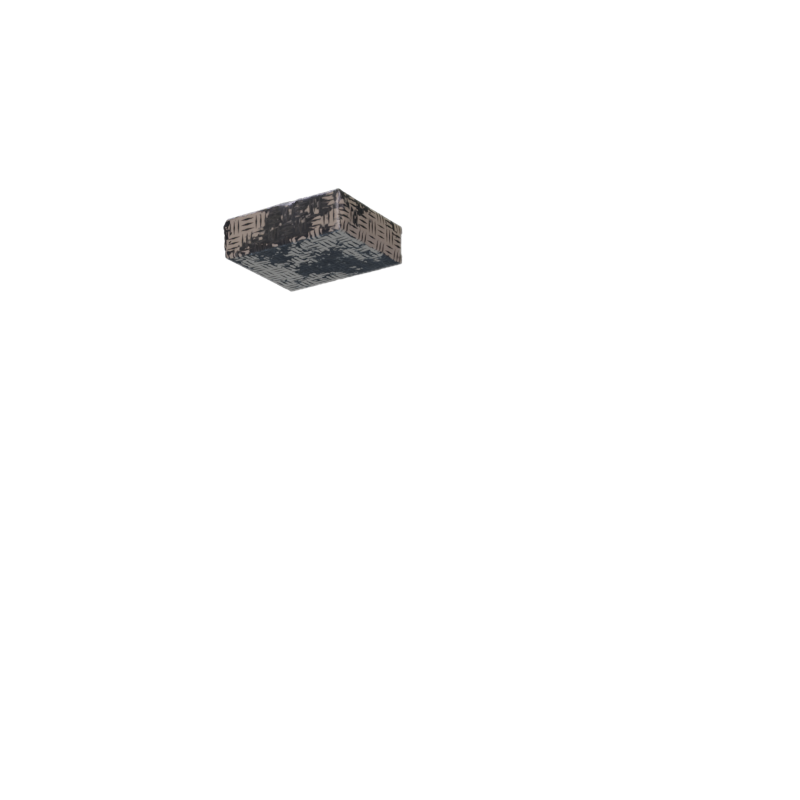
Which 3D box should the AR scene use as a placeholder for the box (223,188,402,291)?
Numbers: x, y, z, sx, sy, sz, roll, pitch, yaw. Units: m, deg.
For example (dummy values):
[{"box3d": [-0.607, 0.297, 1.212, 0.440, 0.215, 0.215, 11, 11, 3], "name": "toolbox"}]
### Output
[{"box3d": [-0.055, -0.099, 0.695, 0.091, 0.031, 0.068, -10, -18, 31], "name": "box"}]
